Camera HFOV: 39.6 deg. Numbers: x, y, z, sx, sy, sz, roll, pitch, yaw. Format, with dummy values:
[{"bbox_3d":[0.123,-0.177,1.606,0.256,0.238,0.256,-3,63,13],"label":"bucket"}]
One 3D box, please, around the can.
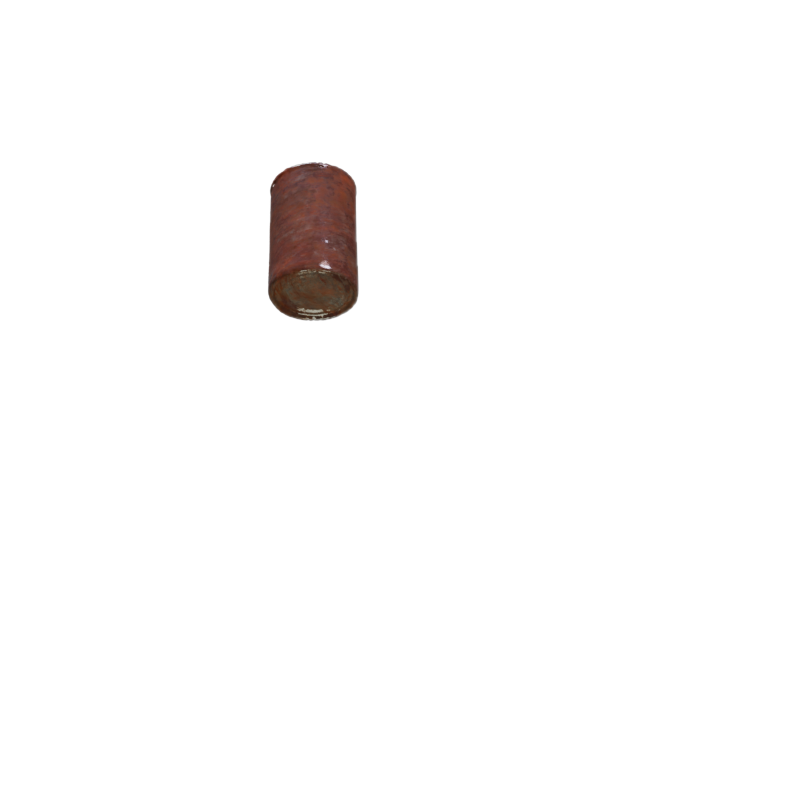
[{"bbox_3d":[-0.066,-0.120,0.838,0.068,0.109,0.064,-1,-35,-2],"label":"can"}]
